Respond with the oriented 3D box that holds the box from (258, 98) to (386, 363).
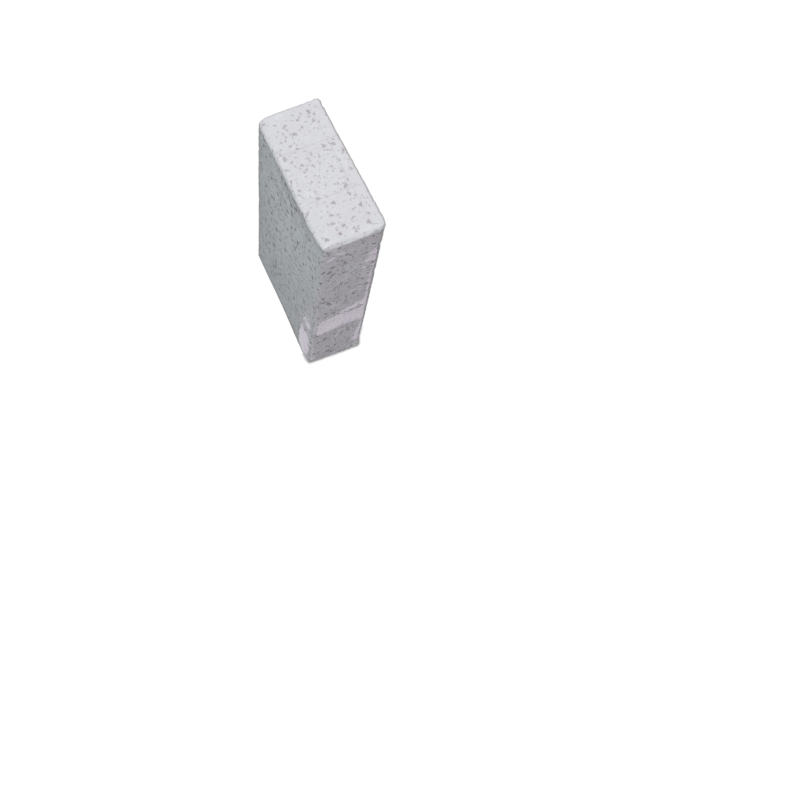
[{"bbox_3d":[-0.054,-0.098,0.689,0.048,0.099,0.168,-22,-18,-12],"label":"box"}]
